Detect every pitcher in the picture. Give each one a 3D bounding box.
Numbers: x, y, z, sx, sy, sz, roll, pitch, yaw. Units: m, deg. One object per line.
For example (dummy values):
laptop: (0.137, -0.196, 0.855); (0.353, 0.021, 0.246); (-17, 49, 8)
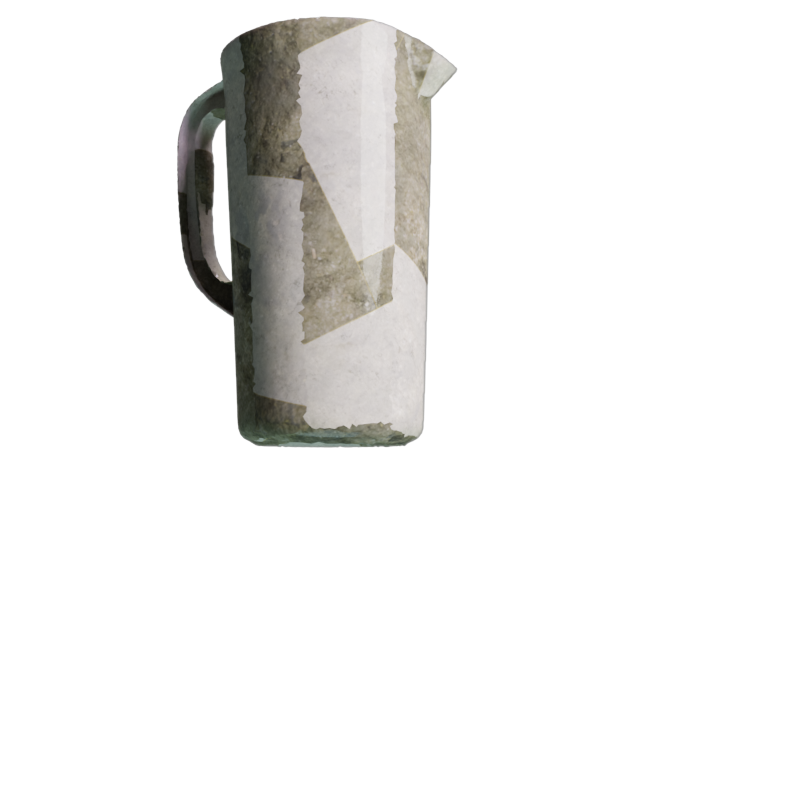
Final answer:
pitcher: (-0.052, -0.096, 0.670); (0.141, 0.250, 0.149); (3, -10, -21)
